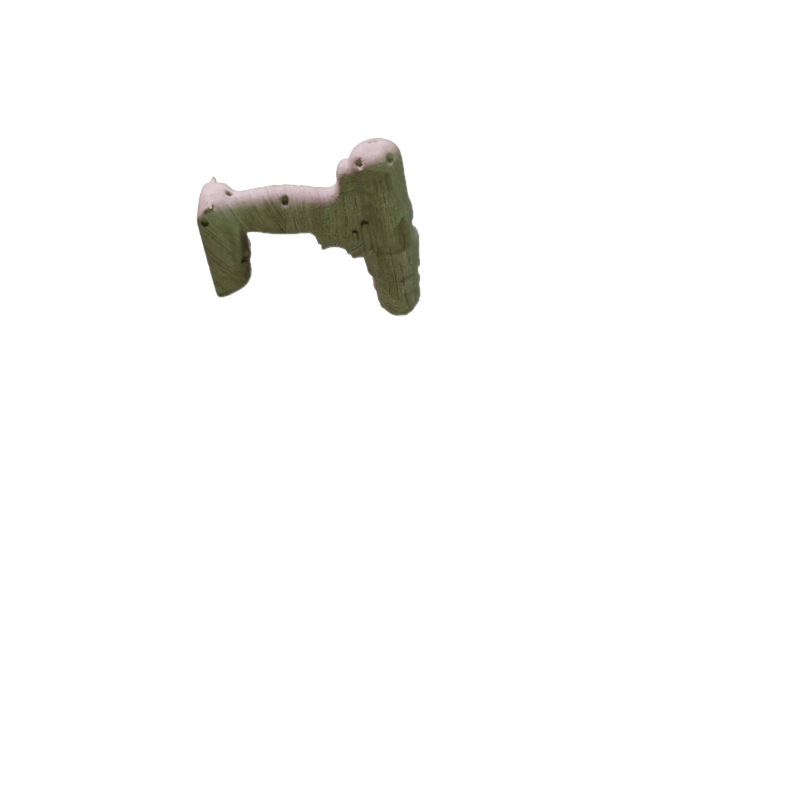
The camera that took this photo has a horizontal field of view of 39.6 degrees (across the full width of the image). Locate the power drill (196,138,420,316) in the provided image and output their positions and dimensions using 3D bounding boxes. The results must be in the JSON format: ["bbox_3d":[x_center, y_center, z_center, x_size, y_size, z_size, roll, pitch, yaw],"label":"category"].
[{"bbox_3d":[-0.077,-0.141,0.989,0.188,0.171,0.061,-7,38,5],"label":"power drill"}]
